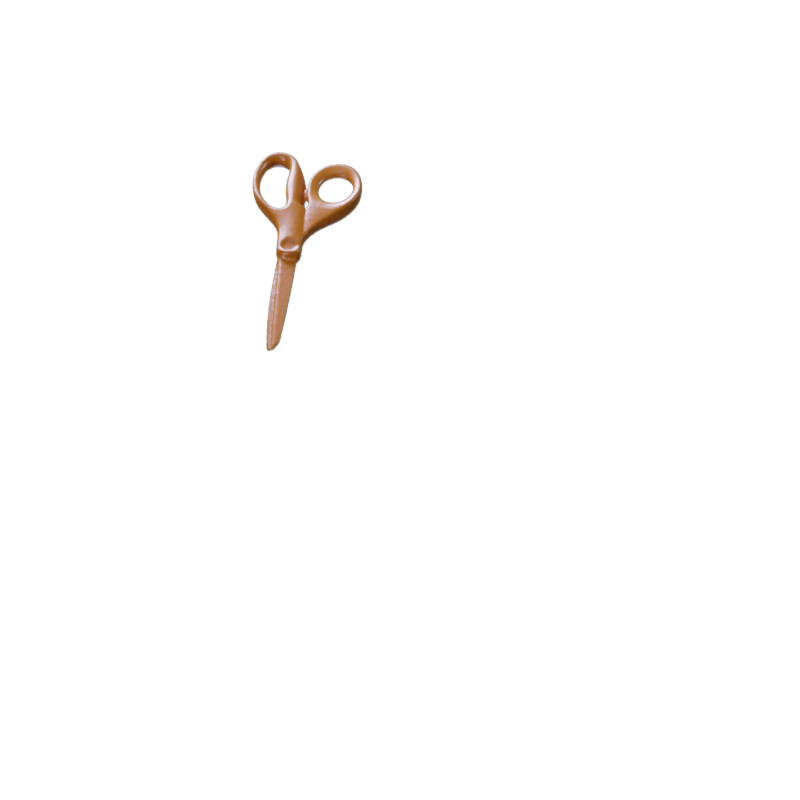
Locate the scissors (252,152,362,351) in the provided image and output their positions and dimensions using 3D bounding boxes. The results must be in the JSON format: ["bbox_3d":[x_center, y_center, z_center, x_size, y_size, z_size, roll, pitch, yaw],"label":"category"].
[{"bbox_3d":[-0.066,-0.120,0.841,0.095,0.218,0.015,-8,-40,-7],"label":"scissors"}]
